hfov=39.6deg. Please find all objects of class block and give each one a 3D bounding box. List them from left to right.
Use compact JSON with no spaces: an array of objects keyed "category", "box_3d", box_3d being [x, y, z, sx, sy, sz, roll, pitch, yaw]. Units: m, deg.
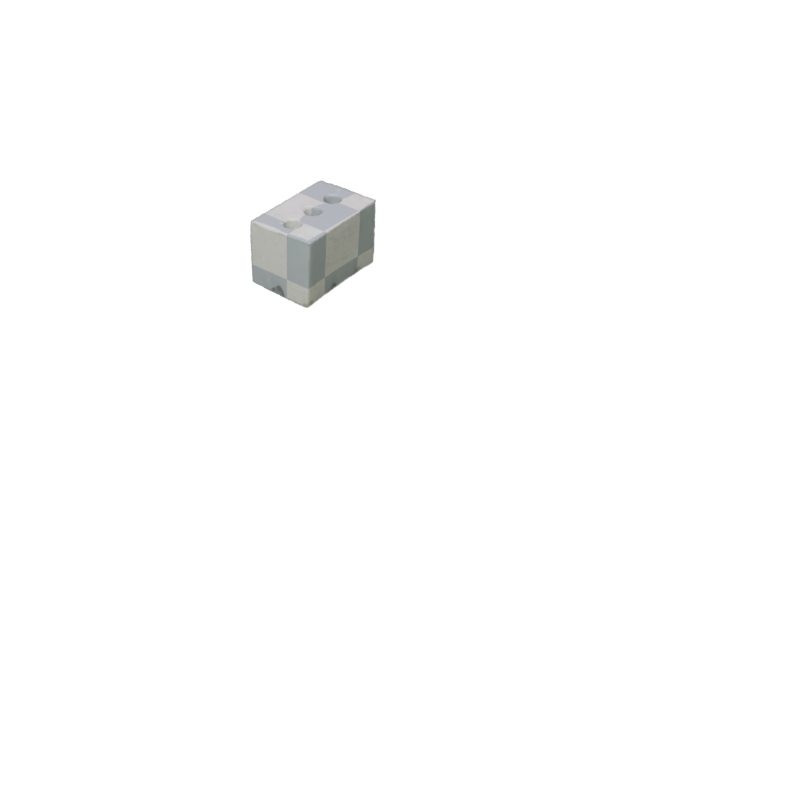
[{"category":"block","box_3d":[-0.060,-0.110,0.773,0.056,0.048,0.079,23,41,27]}]
